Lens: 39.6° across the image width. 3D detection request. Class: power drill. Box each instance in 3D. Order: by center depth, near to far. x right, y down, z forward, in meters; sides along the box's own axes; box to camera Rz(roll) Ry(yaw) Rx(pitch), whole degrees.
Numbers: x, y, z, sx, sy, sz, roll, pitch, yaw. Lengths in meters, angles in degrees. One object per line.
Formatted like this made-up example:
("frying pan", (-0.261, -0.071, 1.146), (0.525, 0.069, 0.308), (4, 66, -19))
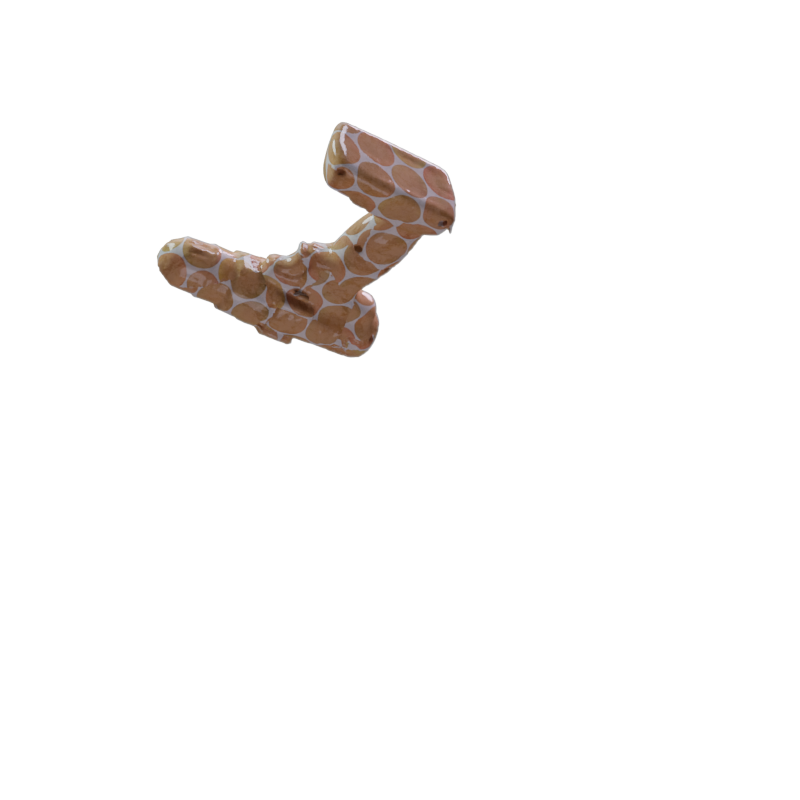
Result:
("power drill", (-0.064, -0.116, 0.814), (0.176, 0.062, 0.183), (21, -43, -25))
